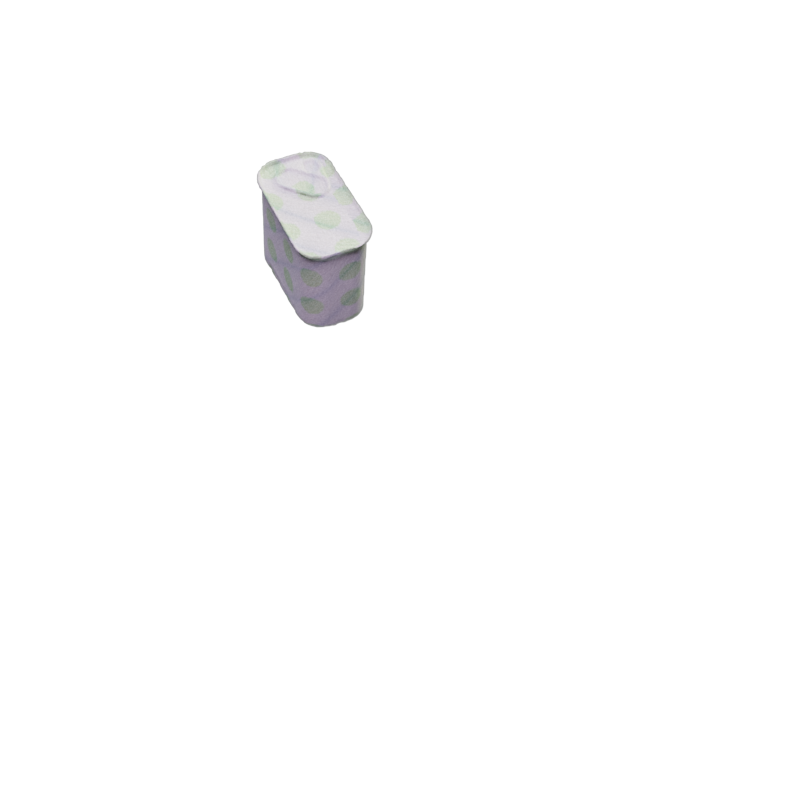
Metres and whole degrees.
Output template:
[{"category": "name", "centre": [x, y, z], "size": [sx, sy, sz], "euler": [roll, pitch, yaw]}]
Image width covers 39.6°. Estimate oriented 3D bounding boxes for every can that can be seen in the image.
[{"category": "can", "centre": [-0.063, -0.115, 0.806], "size": [0.057, 0.110, 0.078], "euler": [-19, -36, -17]}]
